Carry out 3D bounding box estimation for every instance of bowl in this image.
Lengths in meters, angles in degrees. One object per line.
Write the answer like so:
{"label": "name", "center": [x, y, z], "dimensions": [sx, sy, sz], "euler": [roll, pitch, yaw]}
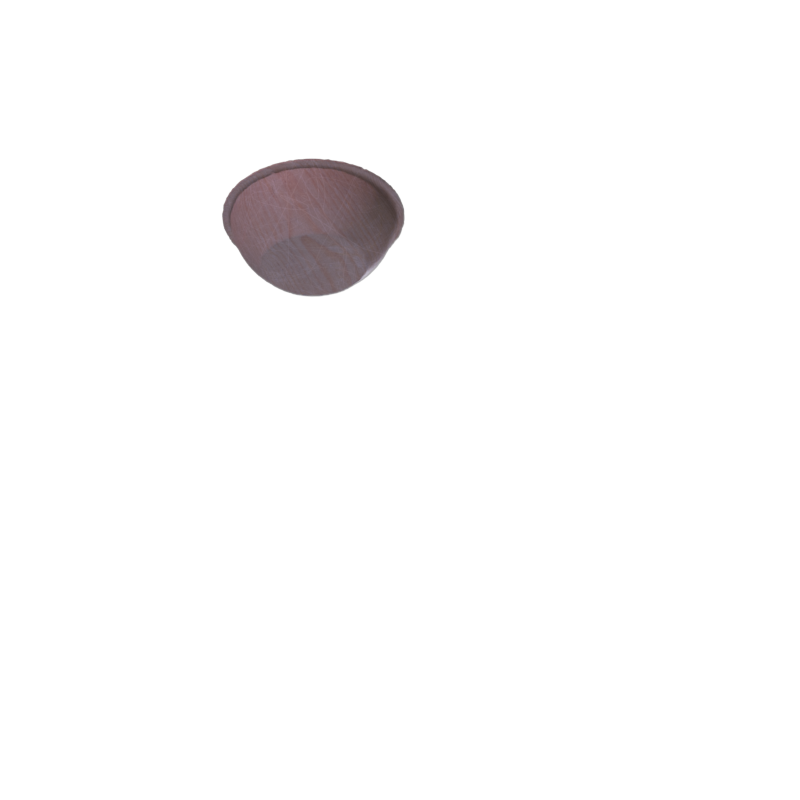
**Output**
{"label": "bowl", "center": [-0.076, -0.138, 0.966], "dimensions": [0.162, 0.059, 0.152], "euler": [1, -33, -2]}
